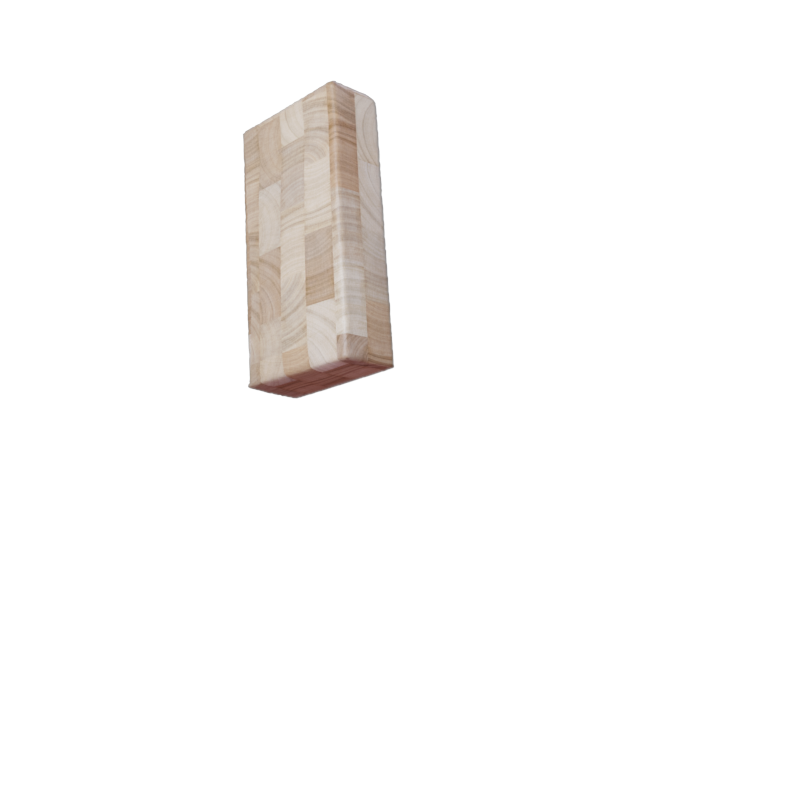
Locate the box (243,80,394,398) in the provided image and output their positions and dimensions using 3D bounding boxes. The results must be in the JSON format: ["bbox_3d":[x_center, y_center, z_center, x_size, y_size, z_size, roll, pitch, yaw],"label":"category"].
[{"bbox_3d":[-0.053,-0.098,0.684,0.045,0.185,0.094,18,-27,-41],"label":"box"}]
